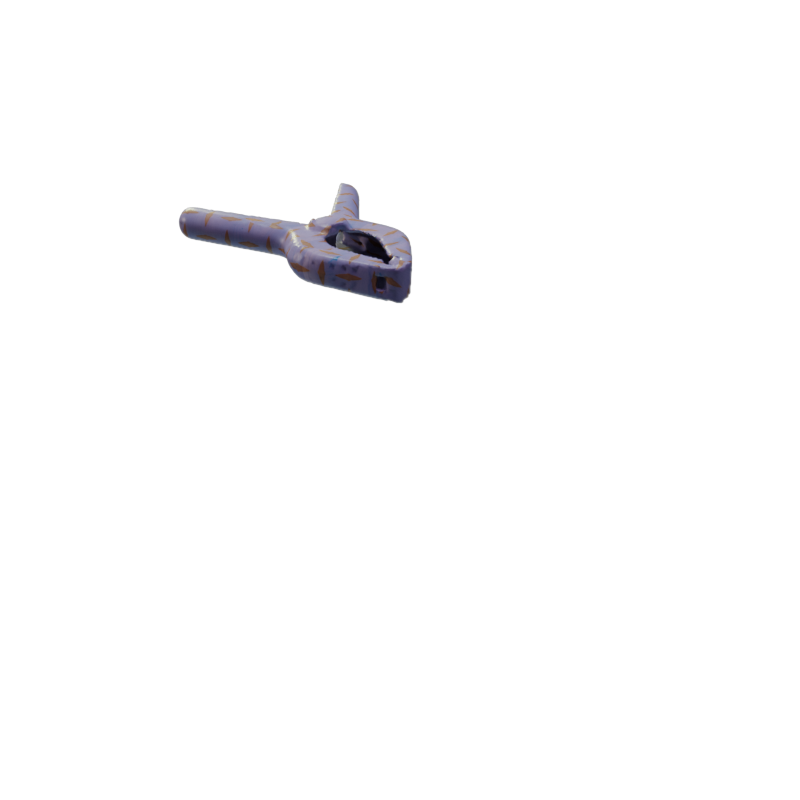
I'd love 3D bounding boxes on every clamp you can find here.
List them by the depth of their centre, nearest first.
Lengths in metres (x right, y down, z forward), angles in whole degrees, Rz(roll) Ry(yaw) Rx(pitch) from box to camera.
[{"bbox_3d":[-0.066,-0.121,0.849,0.161,0.035,0.225,-12,29,-23],"label":"clamp"}]
